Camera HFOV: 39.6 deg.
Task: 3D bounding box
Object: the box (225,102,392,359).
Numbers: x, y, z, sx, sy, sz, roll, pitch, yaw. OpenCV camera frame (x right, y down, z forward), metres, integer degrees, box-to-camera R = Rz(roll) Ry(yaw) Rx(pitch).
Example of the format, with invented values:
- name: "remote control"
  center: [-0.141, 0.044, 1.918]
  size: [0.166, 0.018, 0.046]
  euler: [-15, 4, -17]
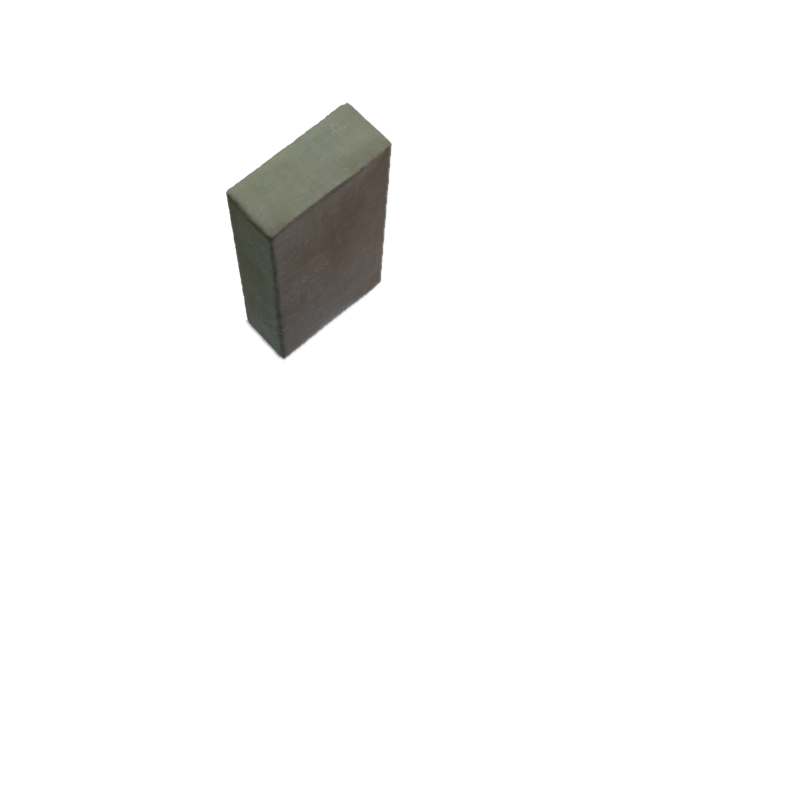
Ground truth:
- name: "box"
  center: [-0.054, -0.098, 0.685]
  size: [0.094, 0.050, 0.168]
  euler: [-41, -12, -16]
